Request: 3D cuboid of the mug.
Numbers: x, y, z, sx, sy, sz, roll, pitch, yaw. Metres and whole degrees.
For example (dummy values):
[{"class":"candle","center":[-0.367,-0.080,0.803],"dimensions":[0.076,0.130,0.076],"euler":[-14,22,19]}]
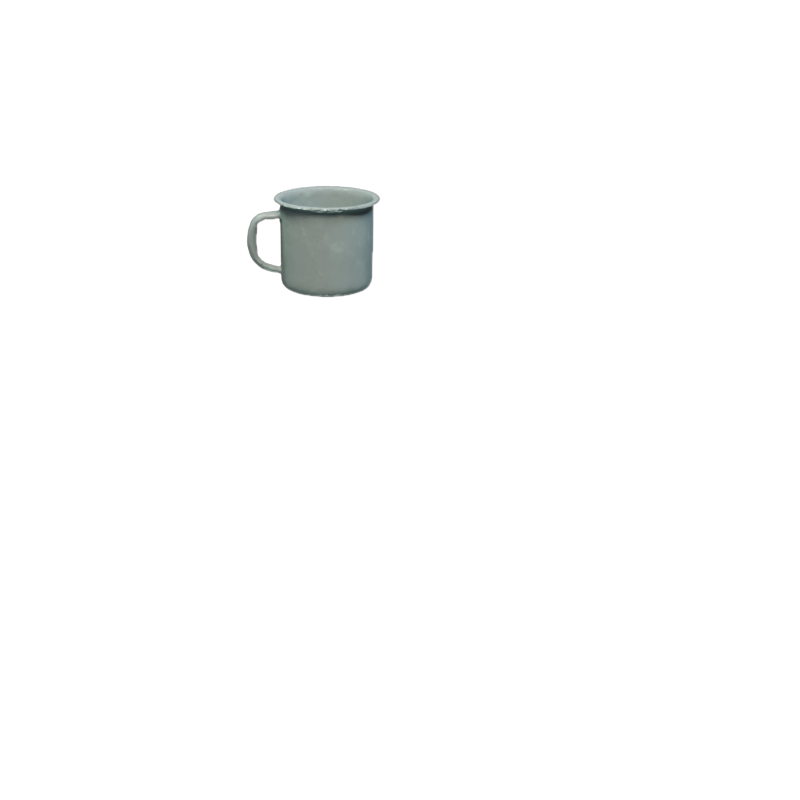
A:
[{"class":"mug","center":[-0.077,-0.140,0.980],"dimensions":[0.116,0.078,0.098],"euler":[-3,20,-8]}]
